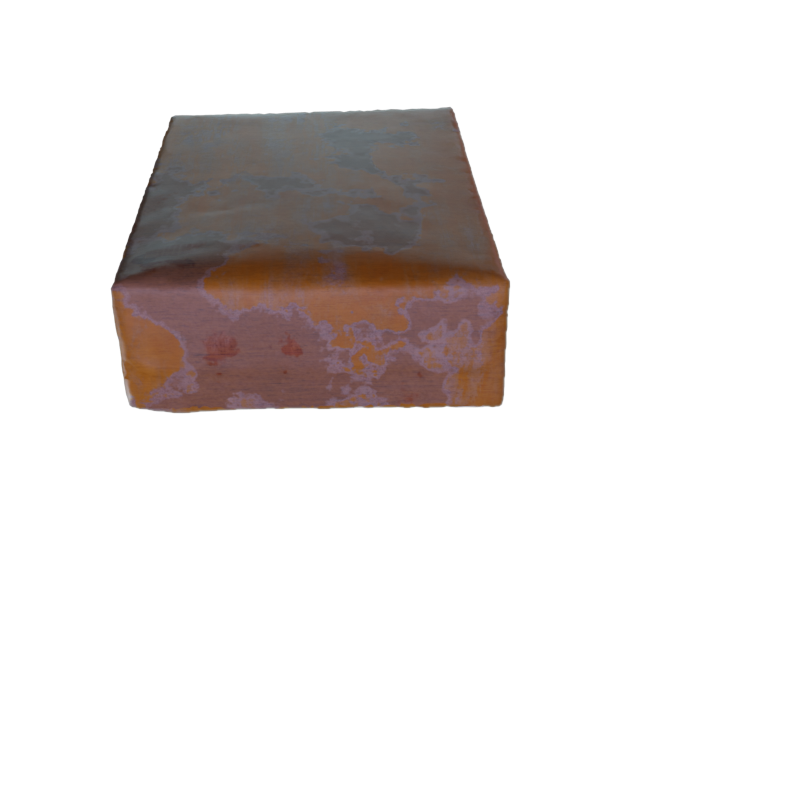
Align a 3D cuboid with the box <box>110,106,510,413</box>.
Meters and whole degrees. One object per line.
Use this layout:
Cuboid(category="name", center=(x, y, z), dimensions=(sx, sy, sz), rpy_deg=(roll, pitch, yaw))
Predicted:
Cuboid(category="box", center=(-0.043, -0.079, 0.554), dimensions=(0.164, 0.068, 0.227), rpy_deg=(-2, 31, -2))
